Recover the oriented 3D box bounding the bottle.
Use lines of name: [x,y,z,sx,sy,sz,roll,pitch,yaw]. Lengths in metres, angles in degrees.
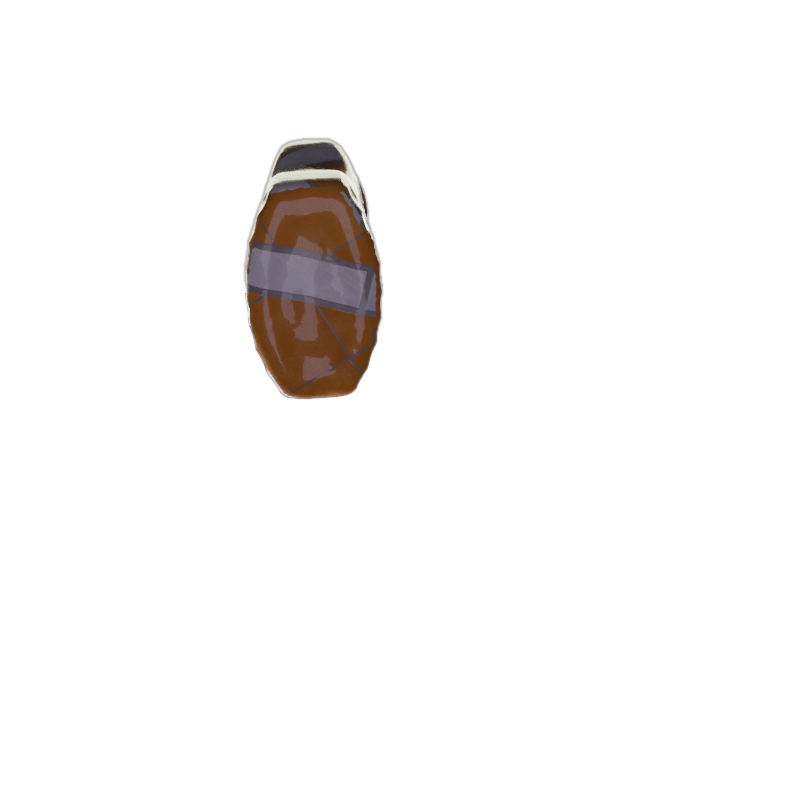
bottle: [-0.043,-0.078,0.549,0.058,0.092,0.200,-5,20,-2]
